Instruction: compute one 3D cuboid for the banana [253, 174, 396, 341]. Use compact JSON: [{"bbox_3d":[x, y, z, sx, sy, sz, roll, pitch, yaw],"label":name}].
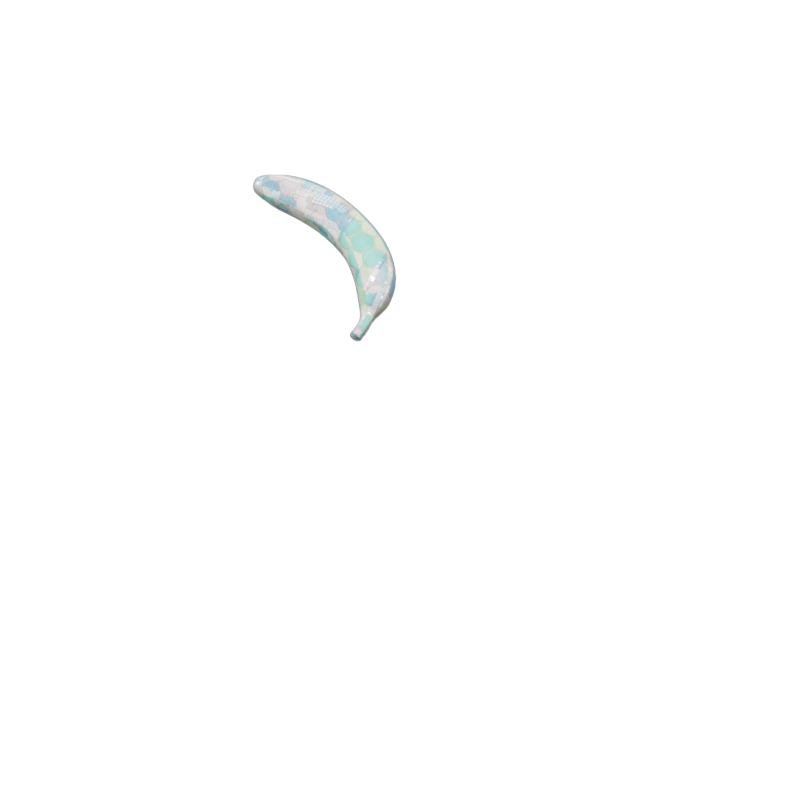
[{"bbox_3d":[-0.057,-0.140,0.956,0.069,0.213,0.034,-22,-35,-18],"label":"banana"}]
